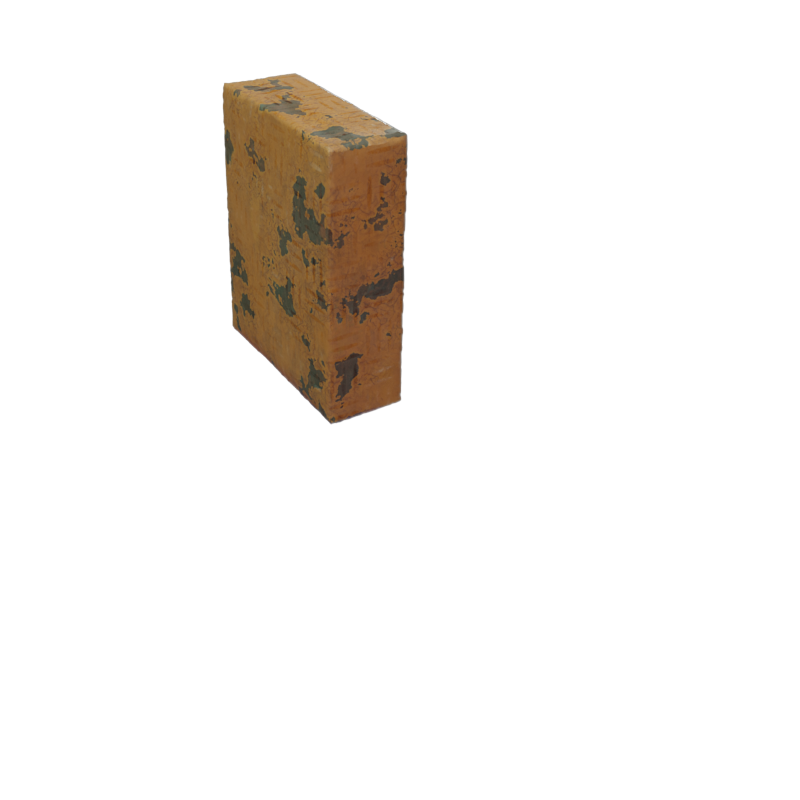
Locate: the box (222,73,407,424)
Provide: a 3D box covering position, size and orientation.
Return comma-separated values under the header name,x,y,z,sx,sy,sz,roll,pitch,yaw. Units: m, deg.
name,x,y,z,sx,sy,sz,roll,pitch,yaw
box,-0.065,-0.118,0.824,0.071,0.202,0.177,-14,33,-28
